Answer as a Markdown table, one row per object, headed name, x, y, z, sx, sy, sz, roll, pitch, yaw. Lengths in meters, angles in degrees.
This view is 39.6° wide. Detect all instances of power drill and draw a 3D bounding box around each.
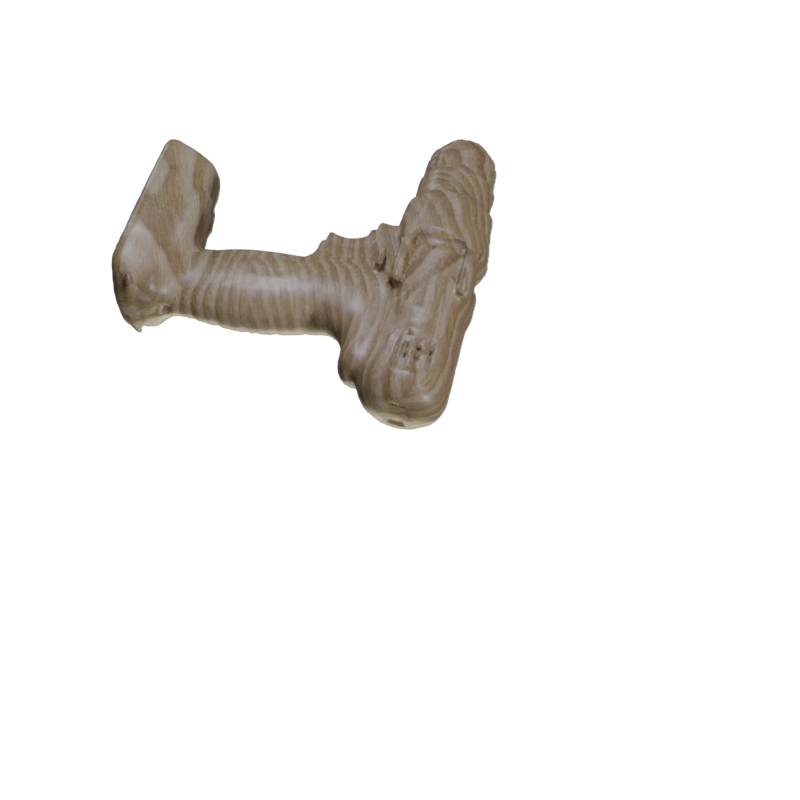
| name | x | y | z | sx | sy | sz | roll | pitch | yaw |
| --- | --- | --- | --- | --- | --- | --- | --- | --- | --- |
| power drill | -0.047 | -0.085 | 0.598 | 0.191 | 0.195 | 0.053 | 11 | -37 | 8 |
